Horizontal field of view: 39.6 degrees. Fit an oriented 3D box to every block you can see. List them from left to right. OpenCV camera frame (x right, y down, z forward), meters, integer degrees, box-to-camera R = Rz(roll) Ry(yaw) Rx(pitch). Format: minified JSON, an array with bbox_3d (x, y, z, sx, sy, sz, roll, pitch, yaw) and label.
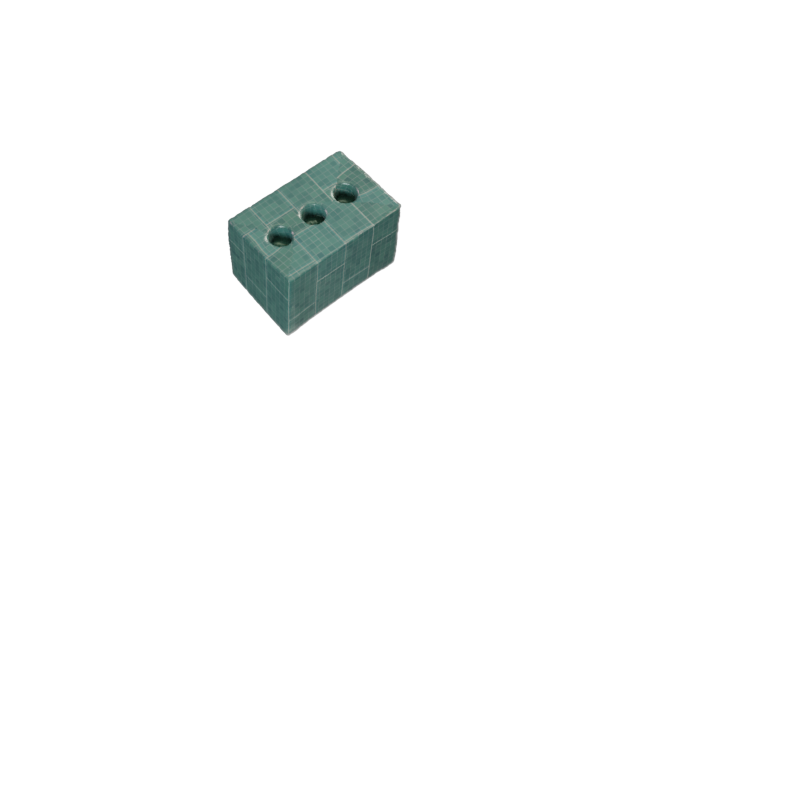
[{"bbox_3d":[-0.046,-0.085,0.593,0.078,0.056,0.048,-37,-23,-21],"label":"block"}]
